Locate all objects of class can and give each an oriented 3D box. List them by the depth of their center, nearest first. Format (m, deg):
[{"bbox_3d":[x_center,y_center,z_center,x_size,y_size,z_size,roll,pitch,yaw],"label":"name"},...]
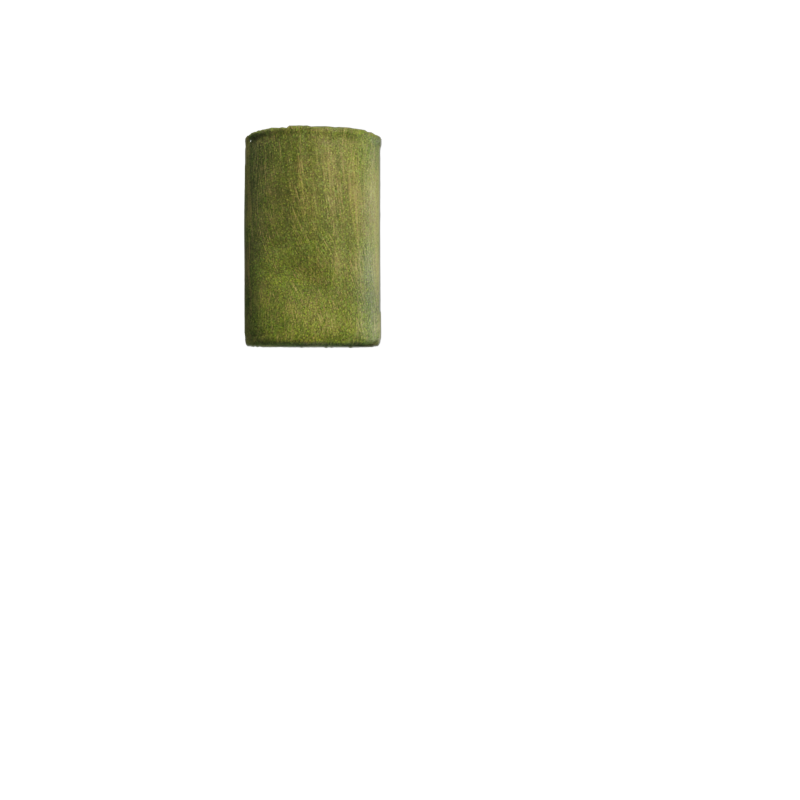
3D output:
[{"bbox_3d":[-0.042,-0.077,0.542,0.068,0.104,0.068,0,-4,-2],"label":"can"}]
